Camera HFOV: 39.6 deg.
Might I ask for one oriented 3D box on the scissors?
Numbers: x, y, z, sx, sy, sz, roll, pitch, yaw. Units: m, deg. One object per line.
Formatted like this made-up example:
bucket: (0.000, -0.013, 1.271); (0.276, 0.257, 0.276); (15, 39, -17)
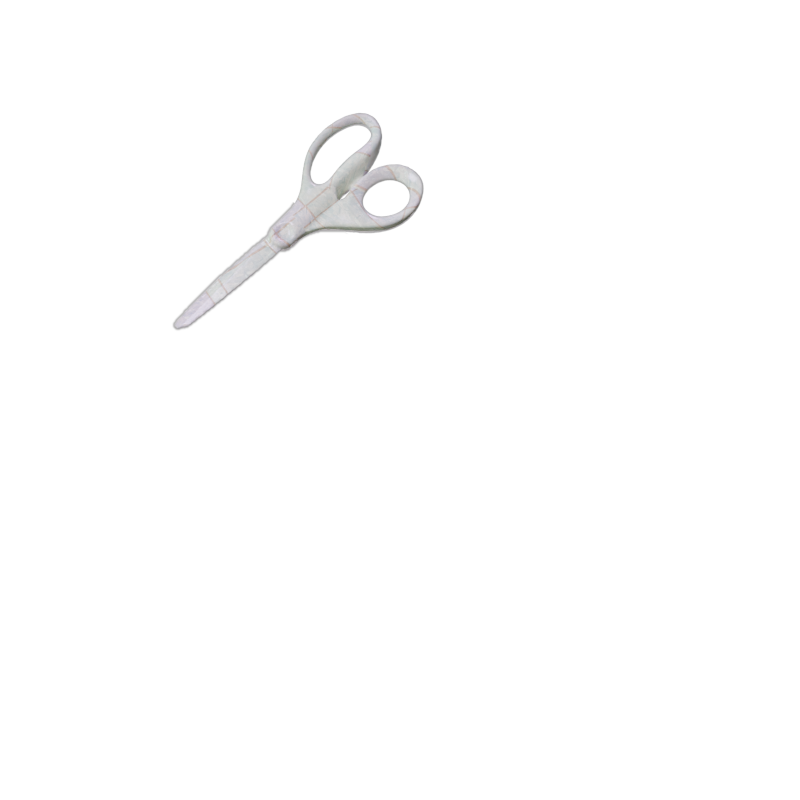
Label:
scissors: (-0.059, -0.108, 0.760); (0.098, 0.206, 0.015); (29, -17, 9)
